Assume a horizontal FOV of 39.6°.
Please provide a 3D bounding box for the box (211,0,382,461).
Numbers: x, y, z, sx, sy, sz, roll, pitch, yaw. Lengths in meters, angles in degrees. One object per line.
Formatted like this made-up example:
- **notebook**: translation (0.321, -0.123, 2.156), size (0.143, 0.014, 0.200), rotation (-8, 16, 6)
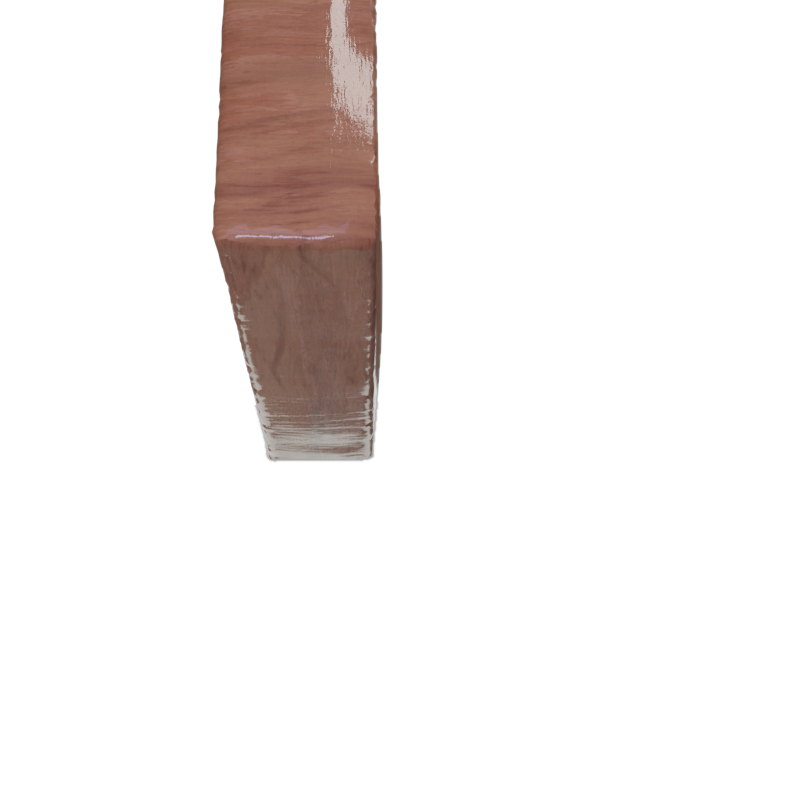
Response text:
- **box**: translation (-0.027, -0.050, 0.352), size (0.048, 0.098, 0.167), rotation (0, -22, -4)
